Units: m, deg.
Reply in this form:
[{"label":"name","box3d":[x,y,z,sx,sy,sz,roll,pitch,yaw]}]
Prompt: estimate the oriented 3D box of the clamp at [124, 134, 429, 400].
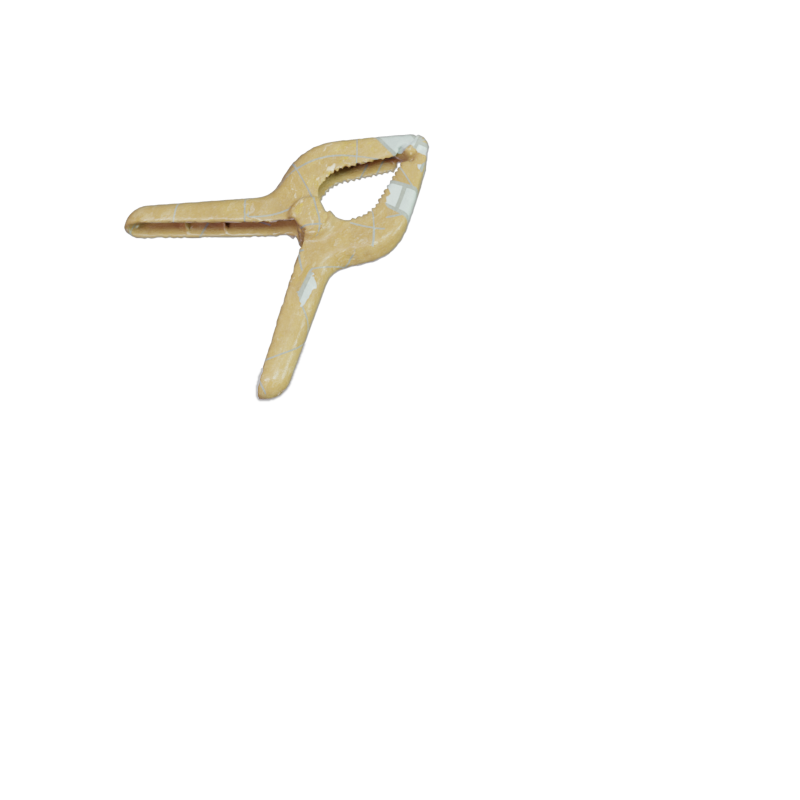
[{"label":"clamp","box3d":[-0.059,-0.107,0.749,0.210,0.174,0.034,-30,-21,-13]}]
